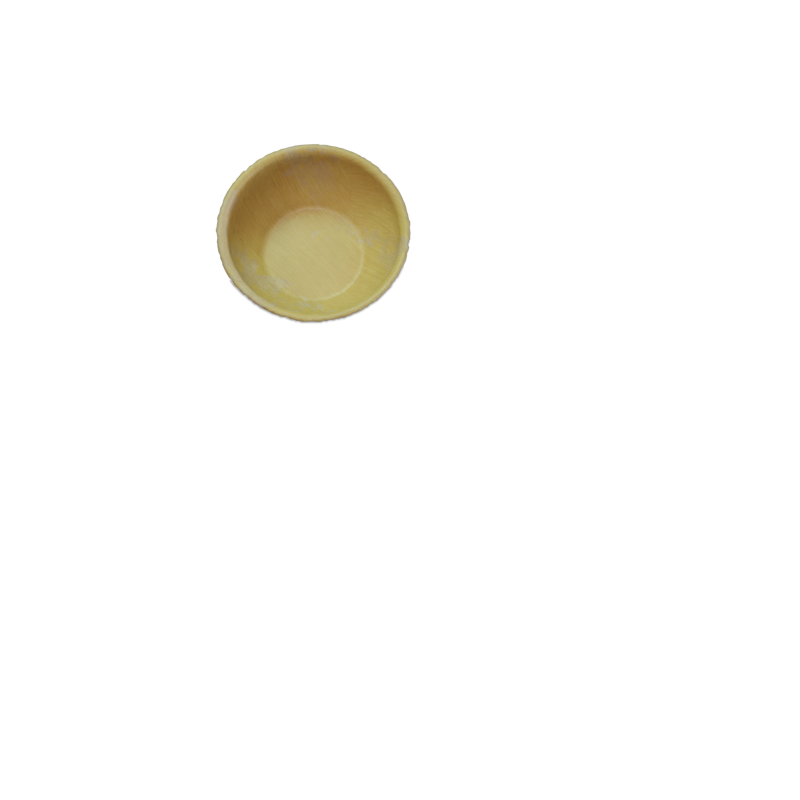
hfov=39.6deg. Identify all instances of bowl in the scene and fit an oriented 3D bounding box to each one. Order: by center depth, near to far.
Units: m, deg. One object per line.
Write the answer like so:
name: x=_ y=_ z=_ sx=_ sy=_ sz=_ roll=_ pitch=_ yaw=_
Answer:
bowl: x=-0.074 y=-0.135 z=0.945 sx=0.162 sy=0.170 sz=0.052 roll=-1 pitch=-21 yaw=-1
